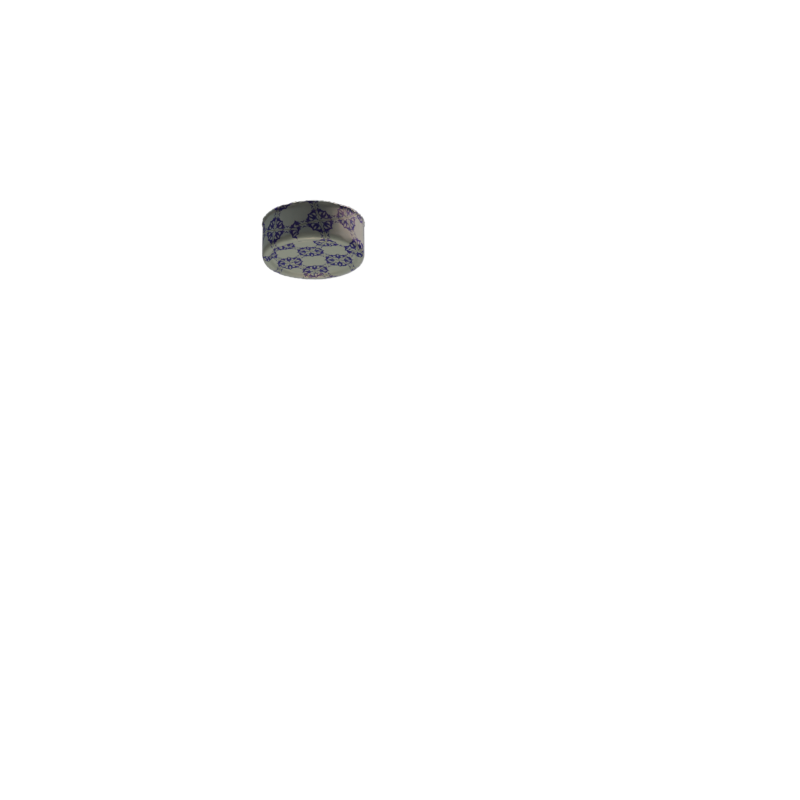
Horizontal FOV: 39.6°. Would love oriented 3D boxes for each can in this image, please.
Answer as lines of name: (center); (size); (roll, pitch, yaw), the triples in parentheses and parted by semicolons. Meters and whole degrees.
can: (-0.072, -0.131, 0.915); (0.086, 0.035, 0.082); (0, -20, -2)
